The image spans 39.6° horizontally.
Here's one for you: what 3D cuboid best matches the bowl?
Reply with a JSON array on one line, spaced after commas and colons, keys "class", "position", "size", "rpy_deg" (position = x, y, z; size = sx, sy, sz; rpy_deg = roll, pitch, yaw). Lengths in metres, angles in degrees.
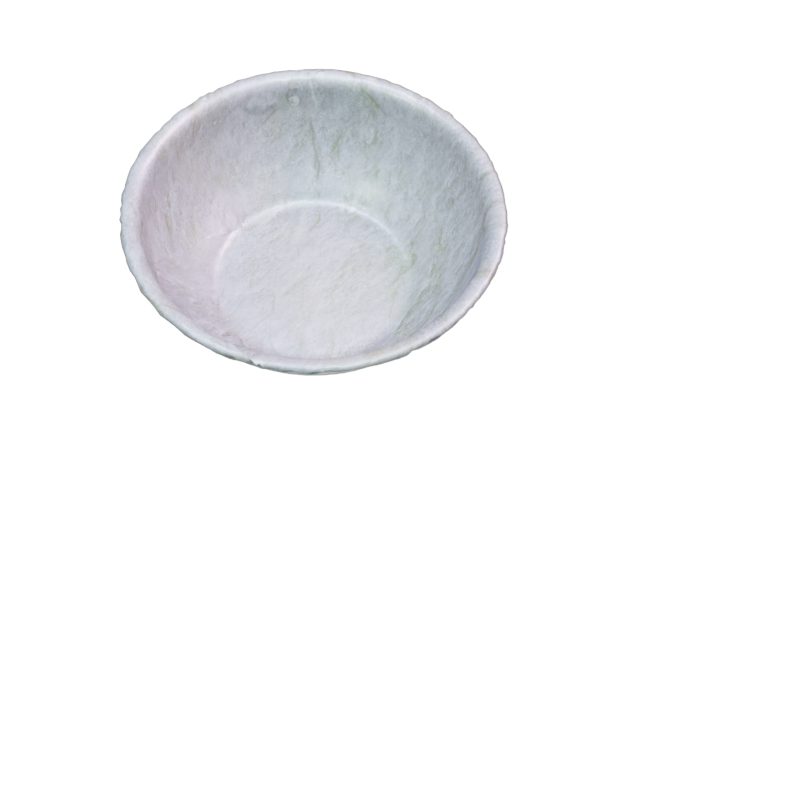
[{"class": "bowl", "position": [-0.038, -0.069, 0.482], "size": [0.162, 0.173, 0.051], "rpy_deg": [-1, -35, -1]}]
